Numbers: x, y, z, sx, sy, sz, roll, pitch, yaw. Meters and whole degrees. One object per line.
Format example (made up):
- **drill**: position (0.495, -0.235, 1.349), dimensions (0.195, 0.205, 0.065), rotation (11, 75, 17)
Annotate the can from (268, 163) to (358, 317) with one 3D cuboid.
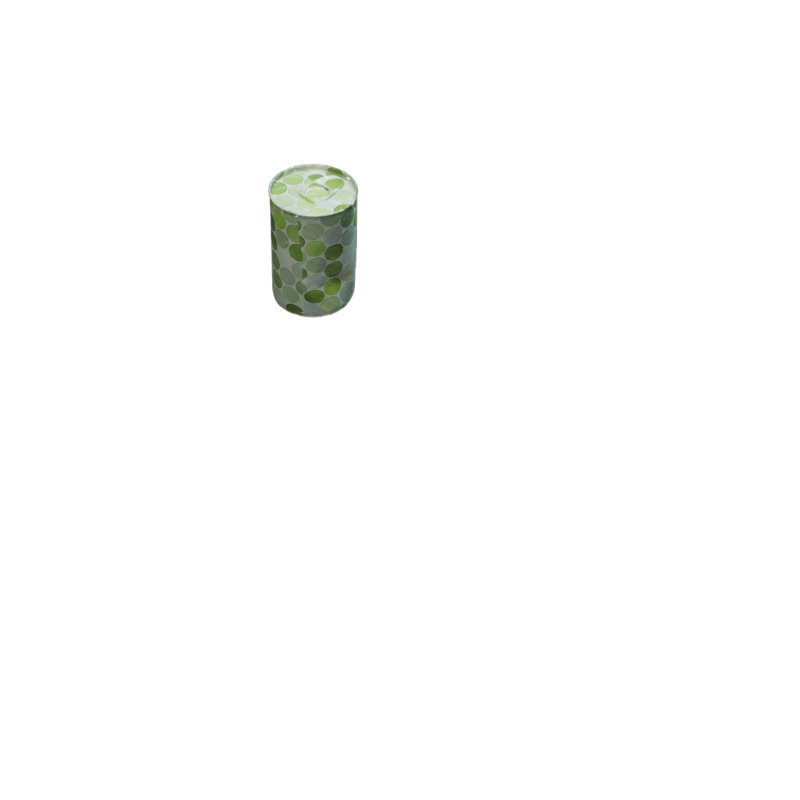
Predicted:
- **can**: position (-0.068, -0.123, 0.864), dimensions (0.068, 0.095, 0.073), rotation (0, 42, -3)
